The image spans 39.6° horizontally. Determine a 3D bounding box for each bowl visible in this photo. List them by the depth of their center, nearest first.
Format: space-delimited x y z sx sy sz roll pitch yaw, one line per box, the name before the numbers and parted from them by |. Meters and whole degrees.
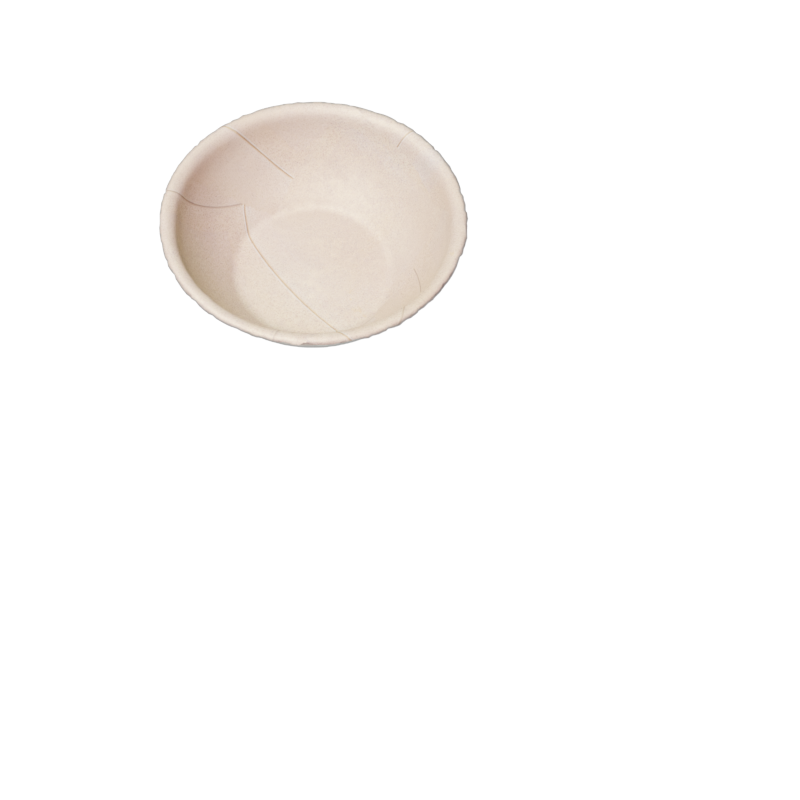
bowl | -0.047 -0.086 0.601 0.162 0.173 0.051 -1 -34 -1
